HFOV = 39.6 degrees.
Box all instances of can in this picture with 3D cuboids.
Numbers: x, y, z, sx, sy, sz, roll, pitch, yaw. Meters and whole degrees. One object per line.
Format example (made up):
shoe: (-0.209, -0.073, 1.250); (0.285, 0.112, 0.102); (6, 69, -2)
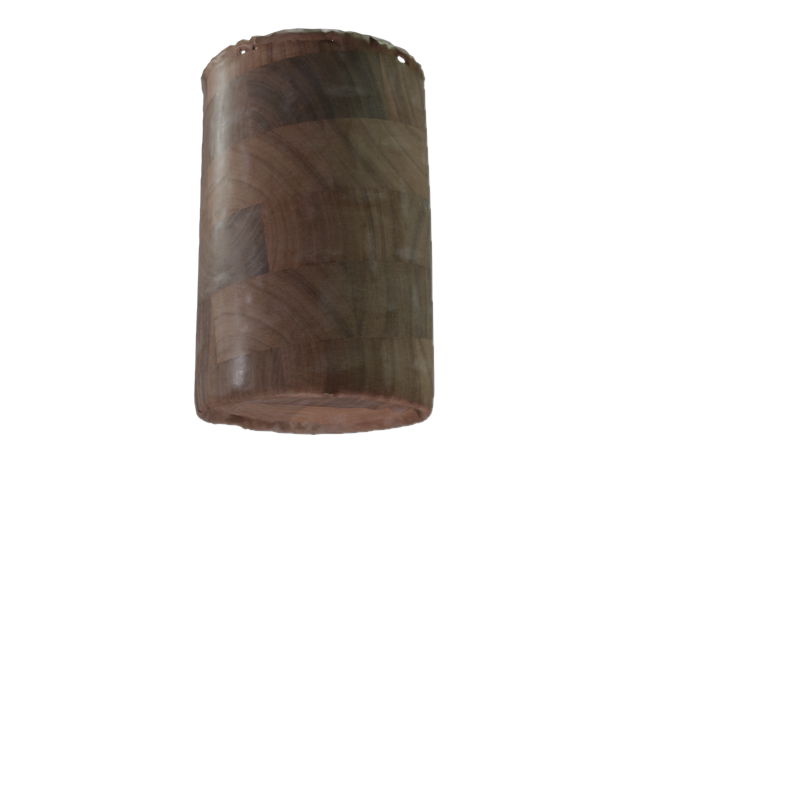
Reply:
can: (-0.025, -0.046, 0.321); (0.068, 0.106, 0.066); (0, -15, -2)
